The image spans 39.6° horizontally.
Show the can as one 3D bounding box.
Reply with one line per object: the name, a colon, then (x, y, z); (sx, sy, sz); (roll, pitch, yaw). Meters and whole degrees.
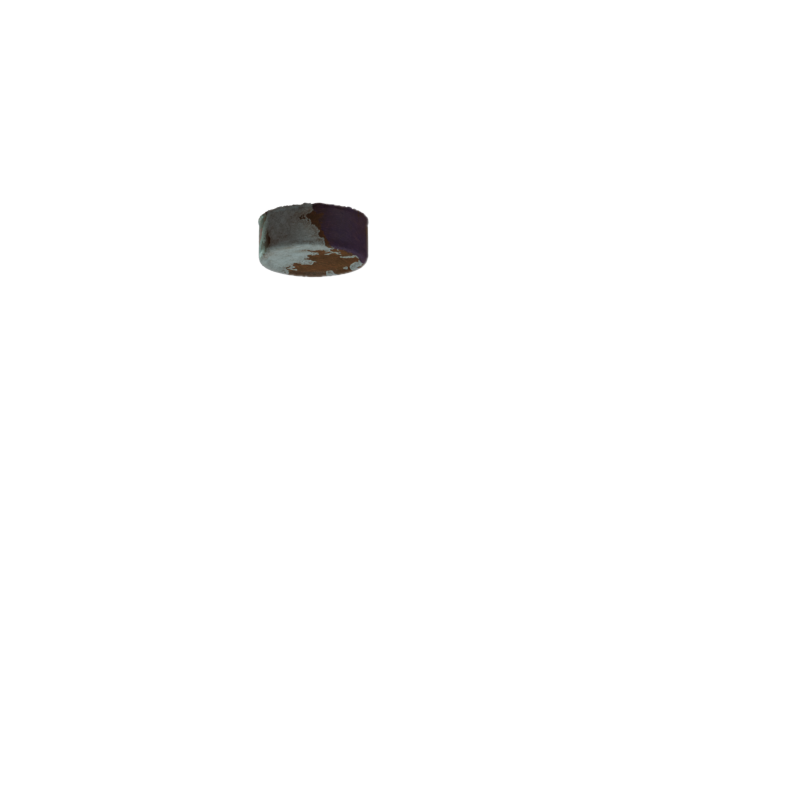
can: (-0.067, -0.122, 0.854); (0.086, 0.035, 0.083); (0, -12, -2)
